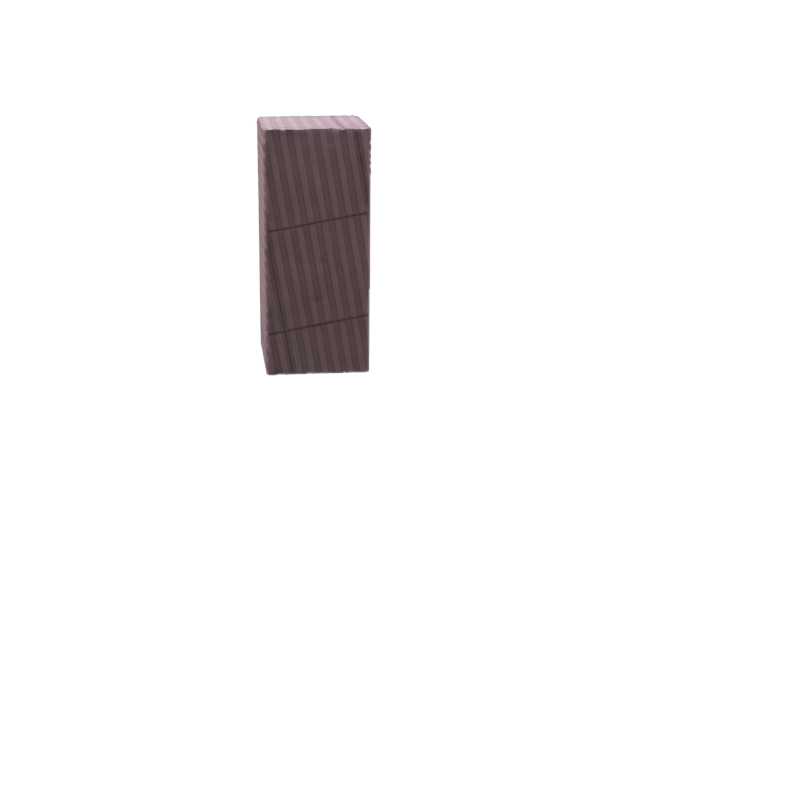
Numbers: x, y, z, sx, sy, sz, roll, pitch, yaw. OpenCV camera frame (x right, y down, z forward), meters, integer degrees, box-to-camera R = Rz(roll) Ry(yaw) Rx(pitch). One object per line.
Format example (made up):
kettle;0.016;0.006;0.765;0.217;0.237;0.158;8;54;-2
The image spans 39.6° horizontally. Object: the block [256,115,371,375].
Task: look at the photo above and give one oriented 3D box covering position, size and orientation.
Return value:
block;-0.075;-0.135;0.947;0.089;0.199;0.095;-1;15;-8
